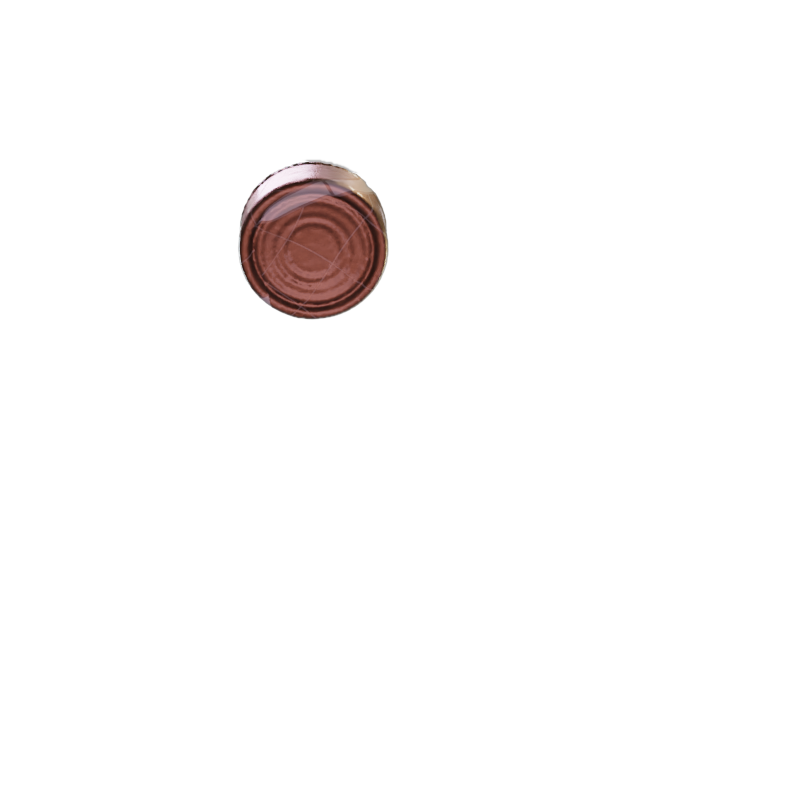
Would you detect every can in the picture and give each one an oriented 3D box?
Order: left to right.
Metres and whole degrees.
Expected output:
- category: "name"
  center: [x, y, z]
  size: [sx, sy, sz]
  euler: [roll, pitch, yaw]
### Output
- category: "can"
  center: [-0.049, -0.090, 0.631]
  size: [0.086, 0.082, 0.035]
  euler: [1, 24, -1]
